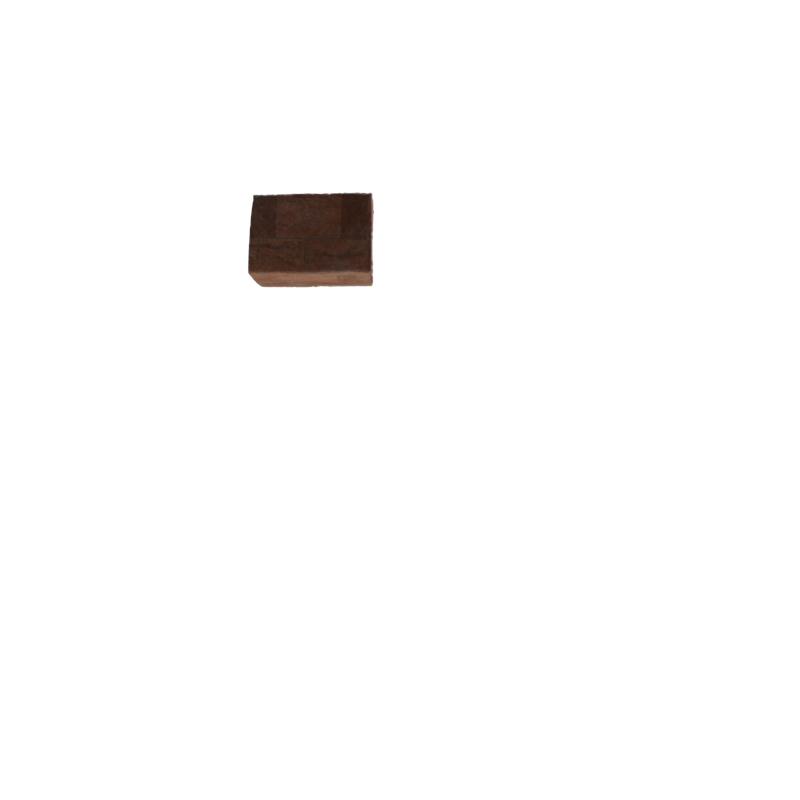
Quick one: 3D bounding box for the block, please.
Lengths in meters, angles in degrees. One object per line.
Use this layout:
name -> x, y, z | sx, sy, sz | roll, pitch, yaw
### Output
block -> -0.056, -0.102, 0.713 | 0.078, 0.053, 0.051 | -1, -8, 3
